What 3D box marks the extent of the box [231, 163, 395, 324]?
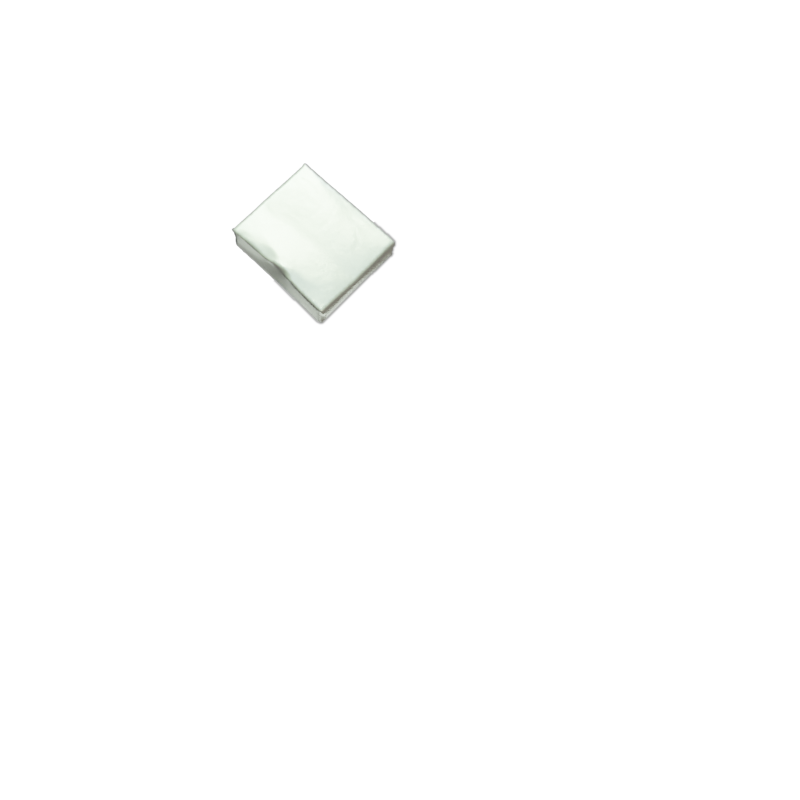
[{"bbox_3d":[-0.060,-0.110,0.770,0.093,0.074,0.029,43,-15,14],"label":"box"}]
